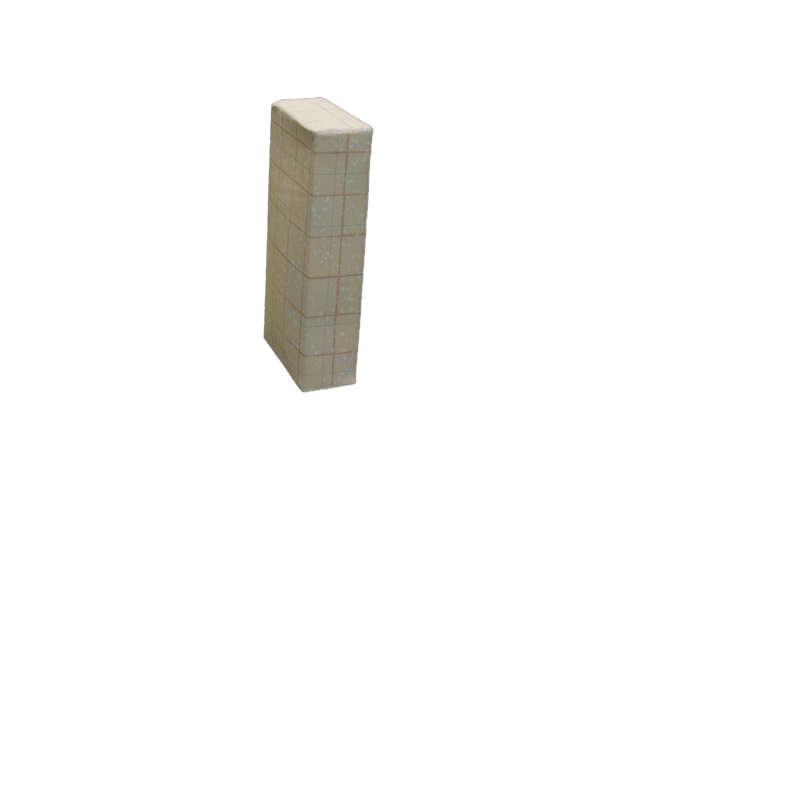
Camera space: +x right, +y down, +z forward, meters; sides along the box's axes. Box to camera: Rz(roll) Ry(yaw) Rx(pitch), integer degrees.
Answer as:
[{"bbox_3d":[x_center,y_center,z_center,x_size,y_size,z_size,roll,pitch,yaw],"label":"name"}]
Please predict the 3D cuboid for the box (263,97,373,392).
[{"bbox_3d":[-0.058,-0.105,0.734,0.047,0.168,0.100,-7,23,-21],"label":"box"}]
